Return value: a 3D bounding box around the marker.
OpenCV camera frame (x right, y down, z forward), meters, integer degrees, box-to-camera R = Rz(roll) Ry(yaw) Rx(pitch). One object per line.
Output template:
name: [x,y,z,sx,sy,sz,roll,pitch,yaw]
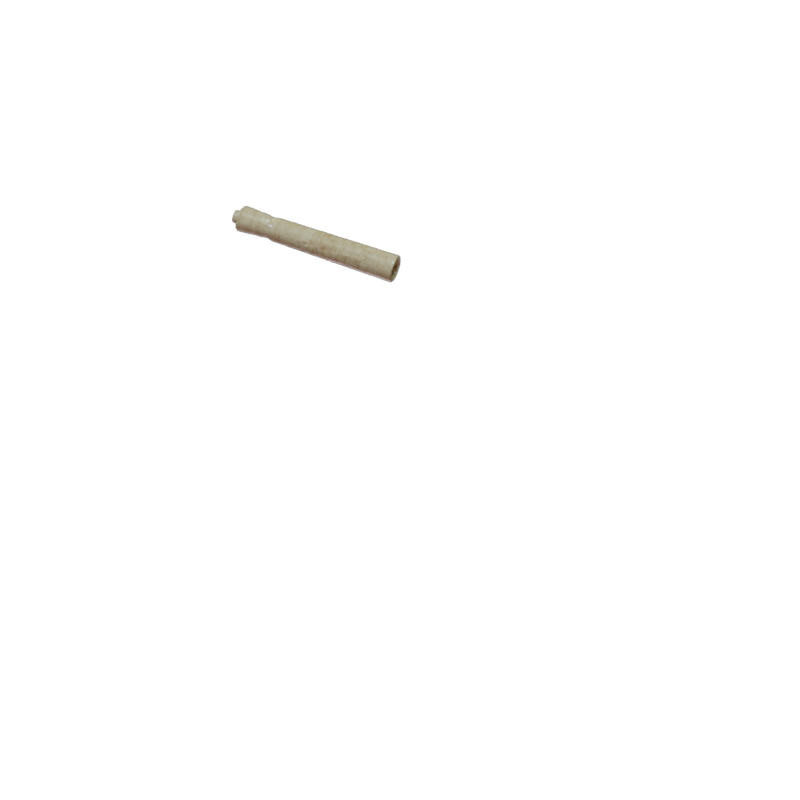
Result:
marker: [-0.059,-0.107,0.748,0.125,0.019,0.019,21,10,18]
